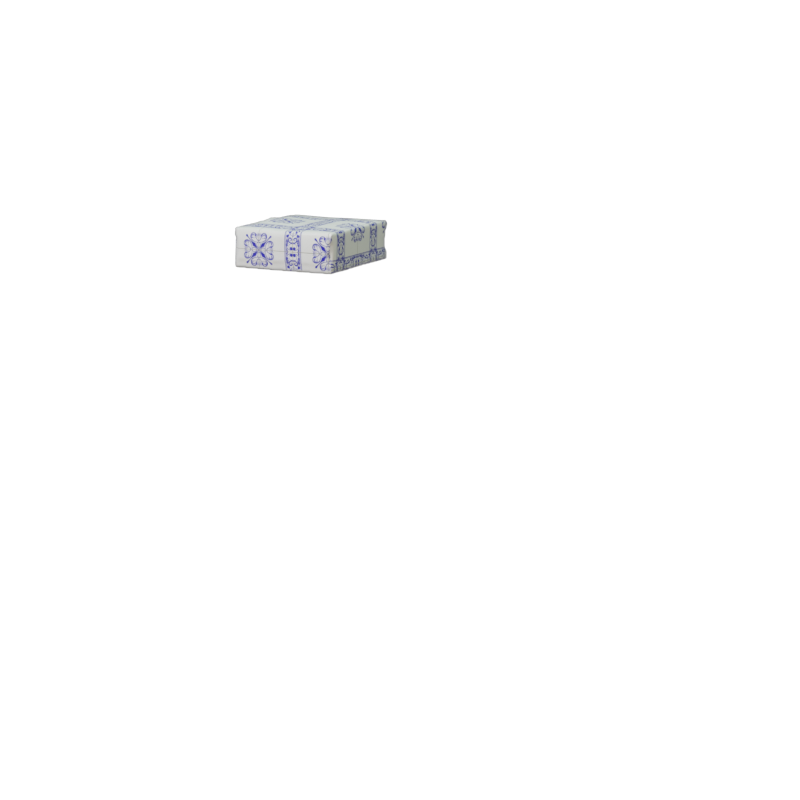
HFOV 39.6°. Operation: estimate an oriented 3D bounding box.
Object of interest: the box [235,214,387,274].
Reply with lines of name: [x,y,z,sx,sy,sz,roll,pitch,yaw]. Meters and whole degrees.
box: [-0.059,-0.108,0.754,0.076,0.029,0.088,7,16,25]
